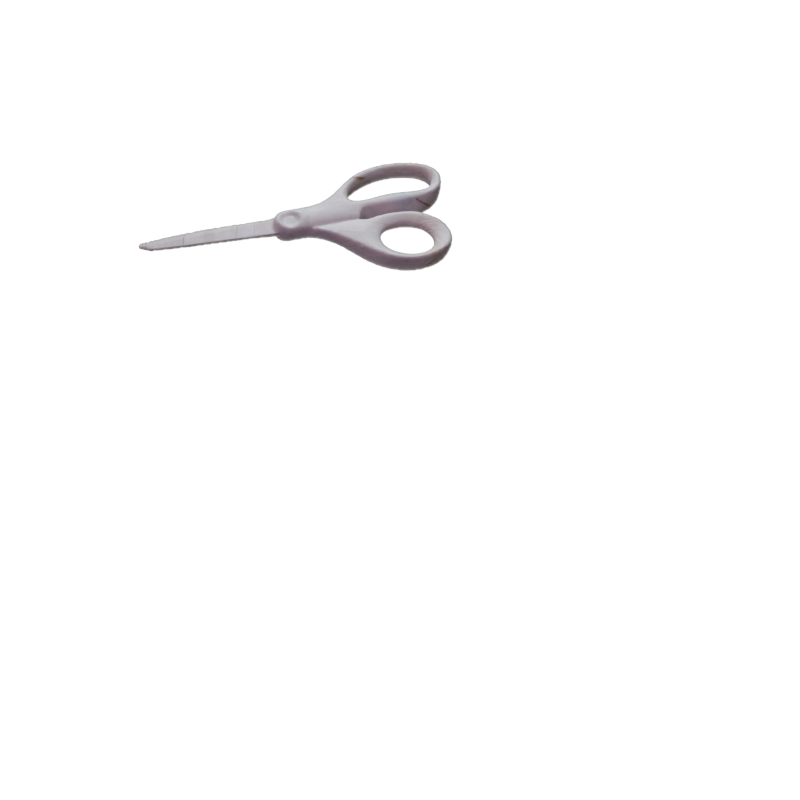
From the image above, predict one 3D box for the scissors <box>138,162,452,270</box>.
[{"bbox_3d":[-0.055,-0.101,0.705,0.200,0.104,0.015,-23,-36,-18],"label":"scissors"}]
